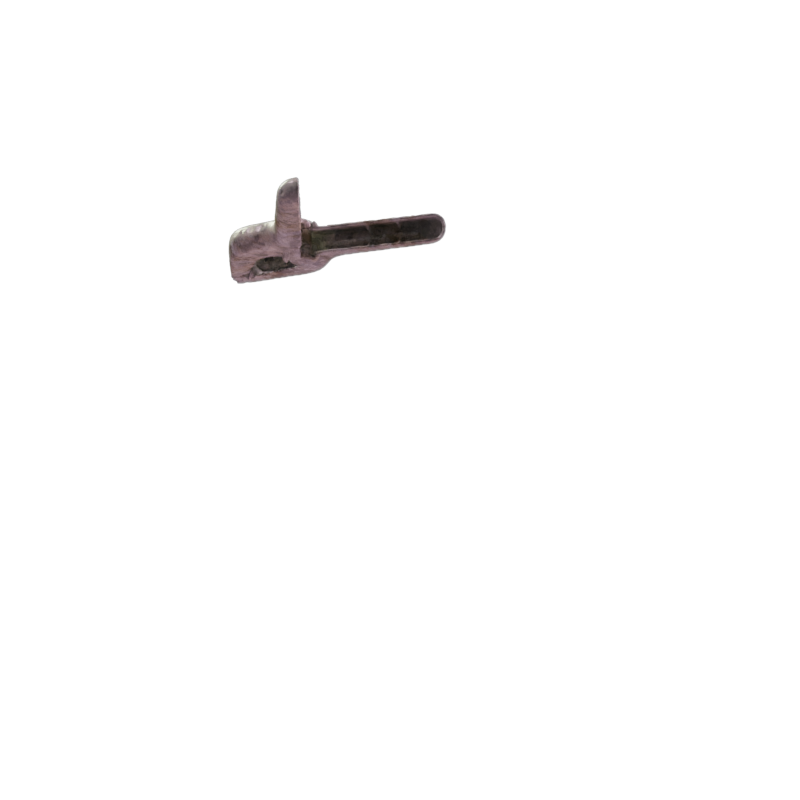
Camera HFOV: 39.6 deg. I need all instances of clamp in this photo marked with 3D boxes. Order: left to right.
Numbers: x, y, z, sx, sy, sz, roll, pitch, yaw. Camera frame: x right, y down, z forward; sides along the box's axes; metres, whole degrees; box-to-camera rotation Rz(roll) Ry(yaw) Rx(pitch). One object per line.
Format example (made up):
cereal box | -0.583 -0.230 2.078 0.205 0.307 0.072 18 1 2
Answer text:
clamp | -0.075 -0.137 0.960 0.157 0.038 0.211 7 -14 -32
